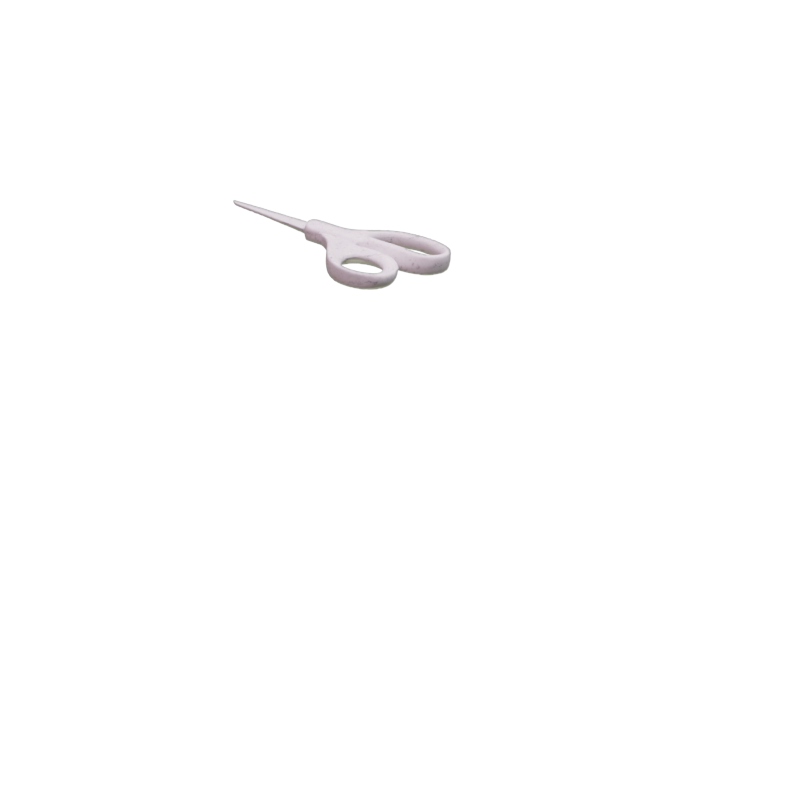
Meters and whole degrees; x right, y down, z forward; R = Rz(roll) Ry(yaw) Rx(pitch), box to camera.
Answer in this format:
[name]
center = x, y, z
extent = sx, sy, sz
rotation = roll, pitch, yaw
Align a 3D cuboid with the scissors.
[scissors]
center = -0.063, -0.115, 0.806
extent = 0.211, 0.015, 0.097
rotation = 15, 31, 26
